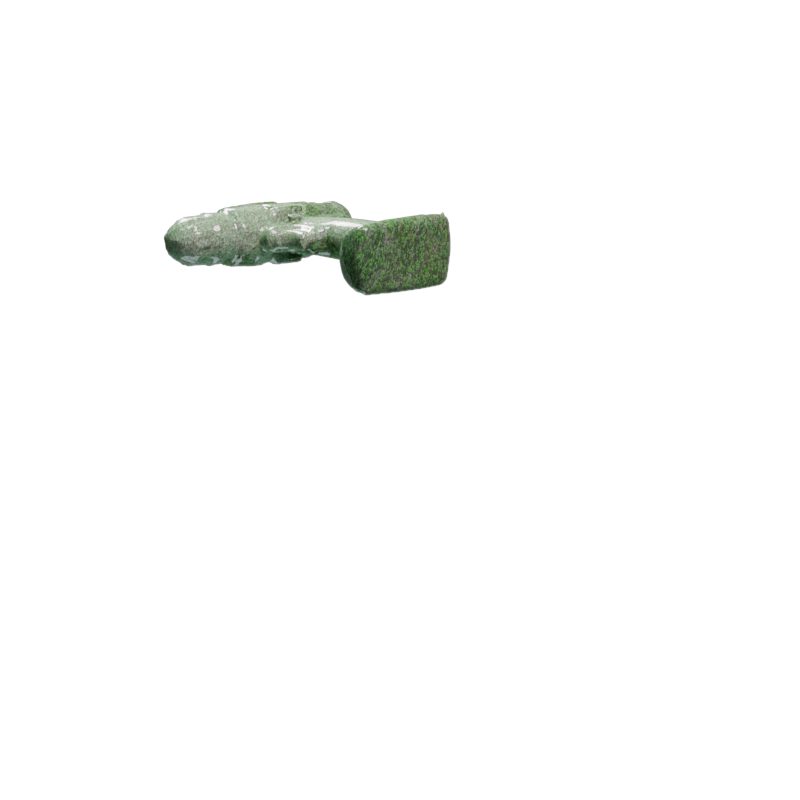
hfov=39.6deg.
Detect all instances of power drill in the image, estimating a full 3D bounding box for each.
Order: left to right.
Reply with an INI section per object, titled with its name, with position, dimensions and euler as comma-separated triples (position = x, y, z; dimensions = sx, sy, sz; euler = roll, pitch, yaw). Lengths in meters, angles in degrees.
[power drill]
position = -0.069, -0.126, 0.883
dimensions = 0.180, 0.055, 0.198
euler = -15, 23, -40
